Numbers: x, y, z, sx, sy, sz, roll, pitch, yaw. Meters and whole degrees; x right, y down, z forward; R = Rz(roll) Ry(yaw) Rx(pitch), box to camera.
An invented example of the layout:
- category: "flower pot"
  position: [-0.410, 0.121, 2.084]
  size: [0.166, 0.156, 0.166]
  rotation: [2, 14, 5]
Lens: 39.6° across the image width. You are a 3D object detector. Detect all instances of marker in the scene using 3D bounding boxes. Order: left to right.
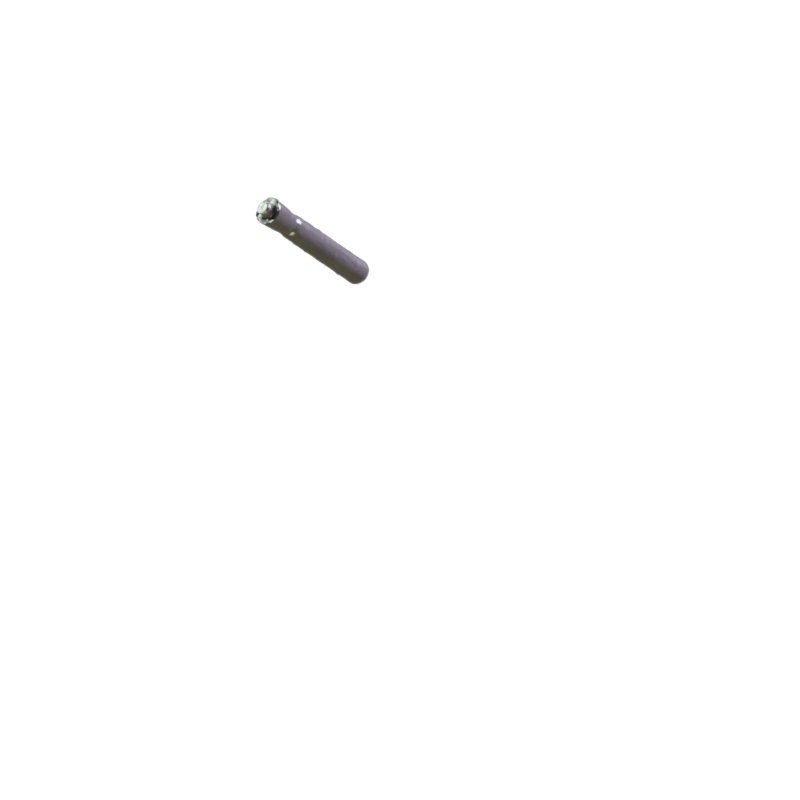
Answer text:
- category: "marker"
  position: [-0.059, -0.108, 0.756]
  size: [0.020, 0.020, 0.113]
  rotation: [3, -15, 33]
